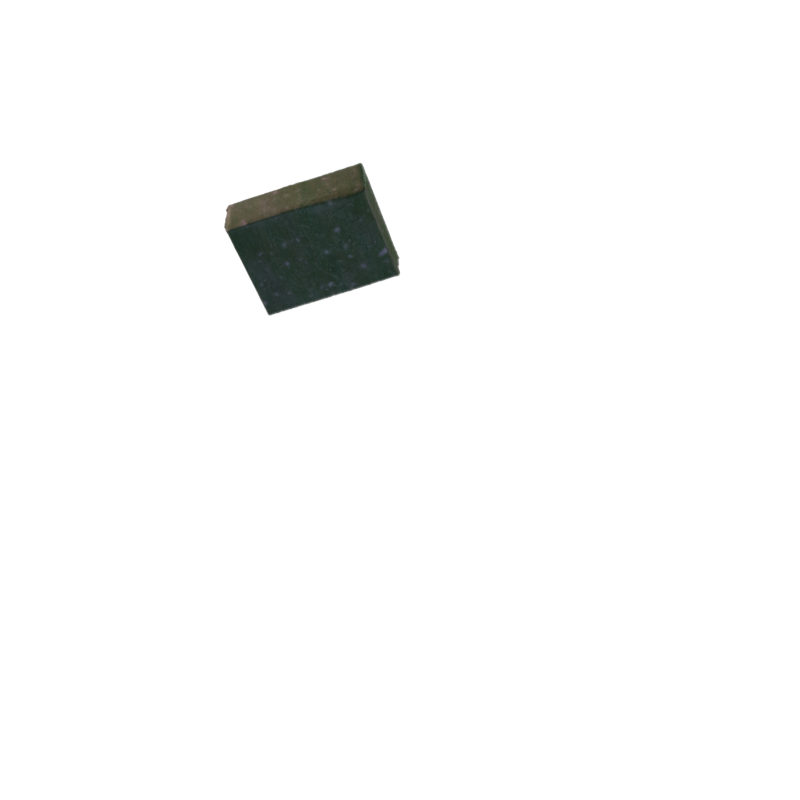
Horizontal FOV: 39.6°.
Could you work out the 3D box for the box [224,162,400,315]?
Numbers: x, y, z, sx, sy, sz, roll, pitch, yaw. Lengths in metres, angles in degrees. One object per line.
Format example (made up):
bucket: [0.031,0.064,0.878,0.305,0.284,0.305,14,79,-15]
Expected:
box: [-0.067,-0.122,0.851,0.114,0.083,0.042,-14,39,11]
